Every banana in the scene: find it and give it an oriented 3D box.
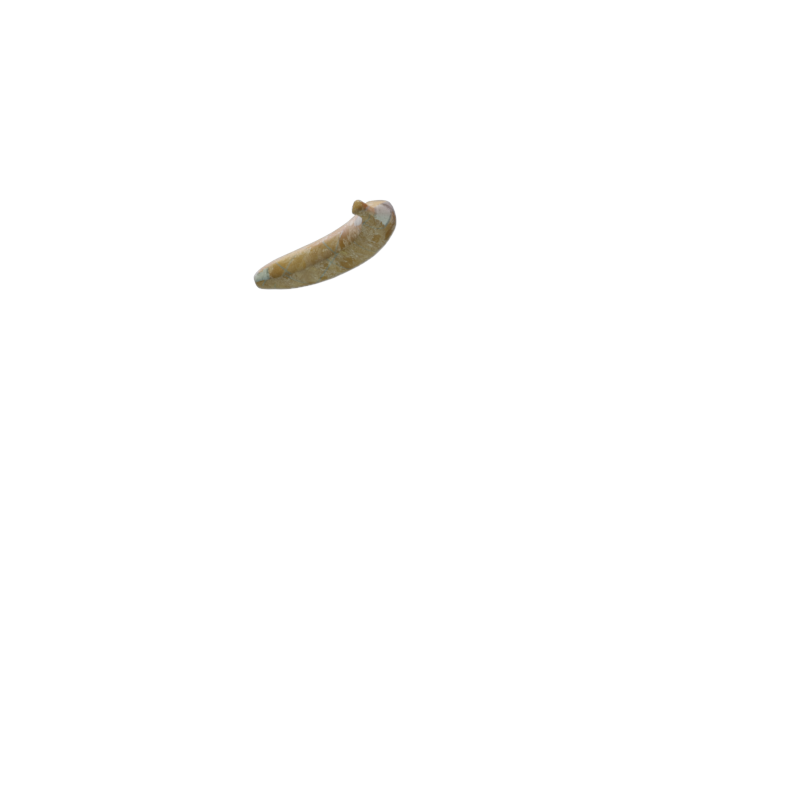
[{"bbox_3d":[-0.057,-0.136,0.965,0.067,0.038,0.197,11,-21,-30],"label":"banana"}]
